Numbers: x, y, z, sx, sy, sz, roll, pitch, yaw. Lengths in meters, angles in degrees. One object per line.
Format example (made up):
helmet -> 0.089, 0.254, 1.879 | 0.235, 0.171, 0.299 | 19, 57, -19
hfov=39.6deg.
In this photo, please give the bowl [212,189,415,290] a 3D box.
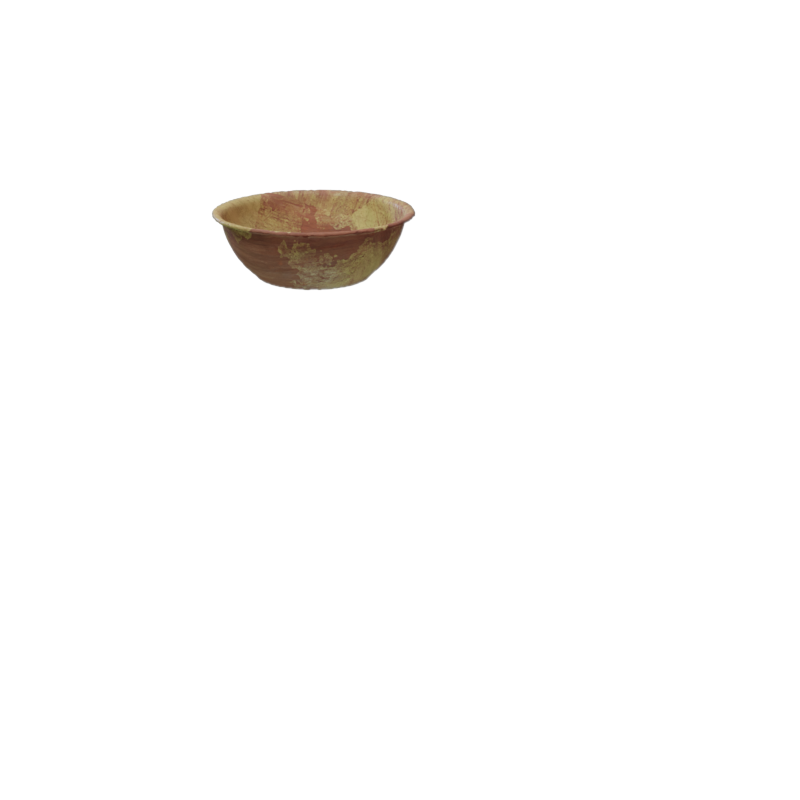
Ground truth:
bowl -> -0.069, -0.127, 0.888 | 0.162, 0.053, 0.169 | -1, 21, -2
